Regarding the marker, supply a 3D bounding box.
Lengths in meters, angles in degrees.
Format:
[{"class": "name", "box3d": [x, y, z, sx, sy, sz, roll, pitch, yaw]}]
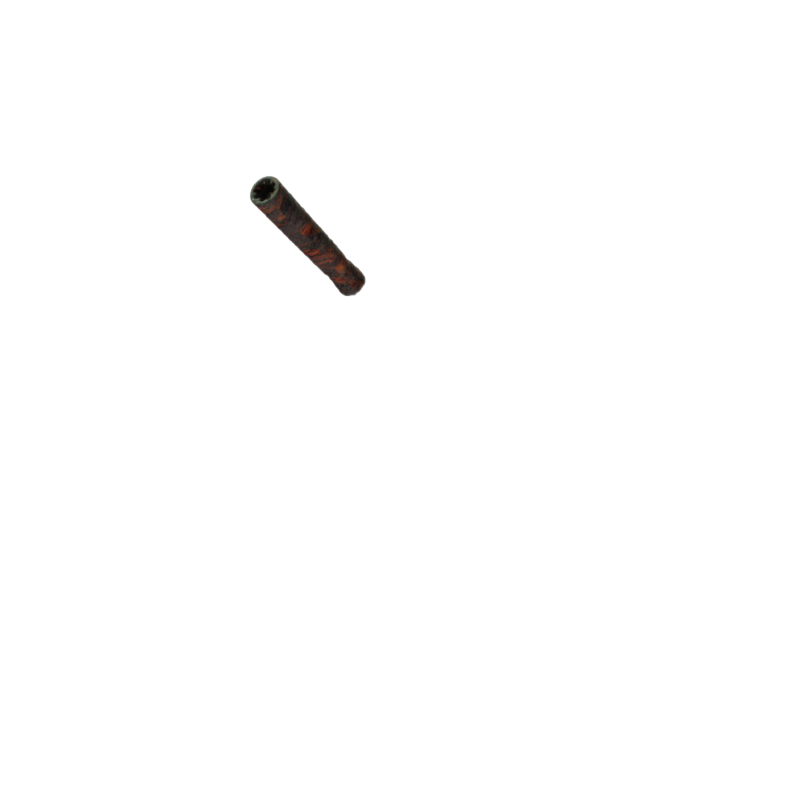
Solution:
[{"class": "marker", "box3d": [-0.051, -0.093, 0.649, 0.020, 0.021, 0.112, 2, -22, 28]}]
